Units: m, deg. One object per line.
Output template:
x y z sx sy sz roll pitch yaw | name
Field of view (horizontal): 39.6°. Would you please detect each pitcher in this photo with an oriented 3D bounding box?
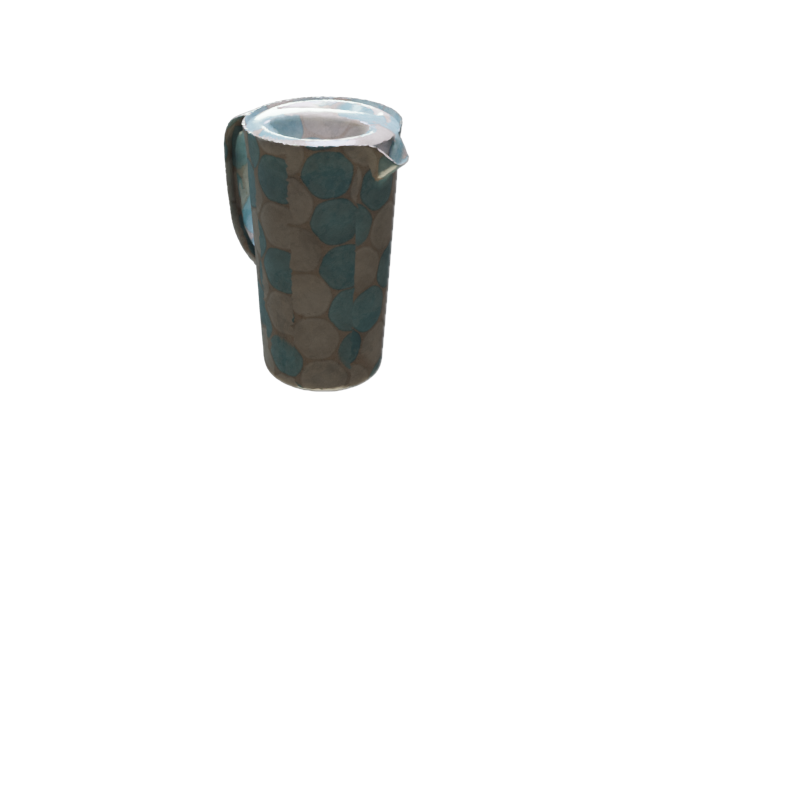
-0.076 -0.138 0.970 0.143 0.230 0.159 -3 28 -9 | pitcher
